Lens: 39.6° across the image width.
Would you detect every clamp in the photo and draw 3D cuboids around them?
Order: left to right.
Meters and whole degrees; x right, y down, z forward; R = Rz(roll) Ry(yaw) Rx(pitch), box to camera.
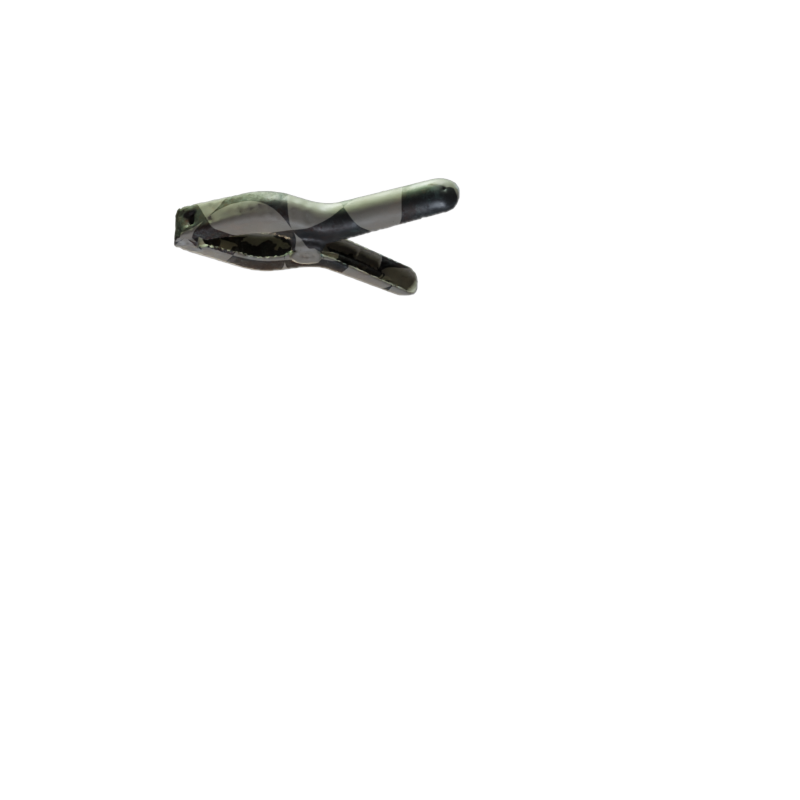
[{"bbox_3d":[-0.067,-0.122,0.858,0.210,0.038,0.156,0,-22,-1],"label":"clamp"}]
